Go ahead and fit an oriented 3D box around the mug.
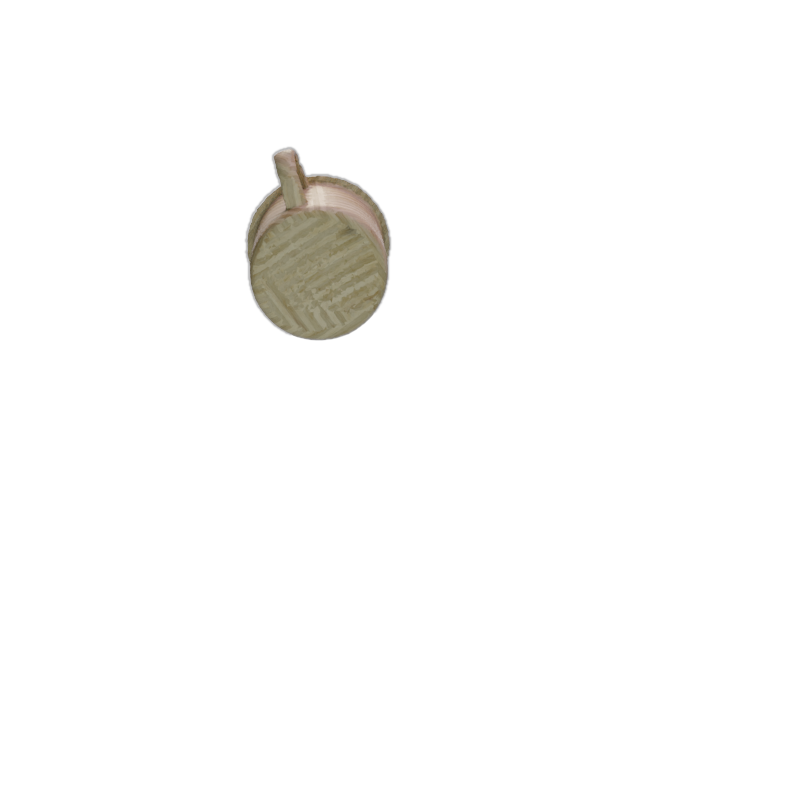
[{"bbox_3d":[-0.053,-0.096,0.676,0.093,0.113,0.084,-15,15,2],"label":"mug"}]
